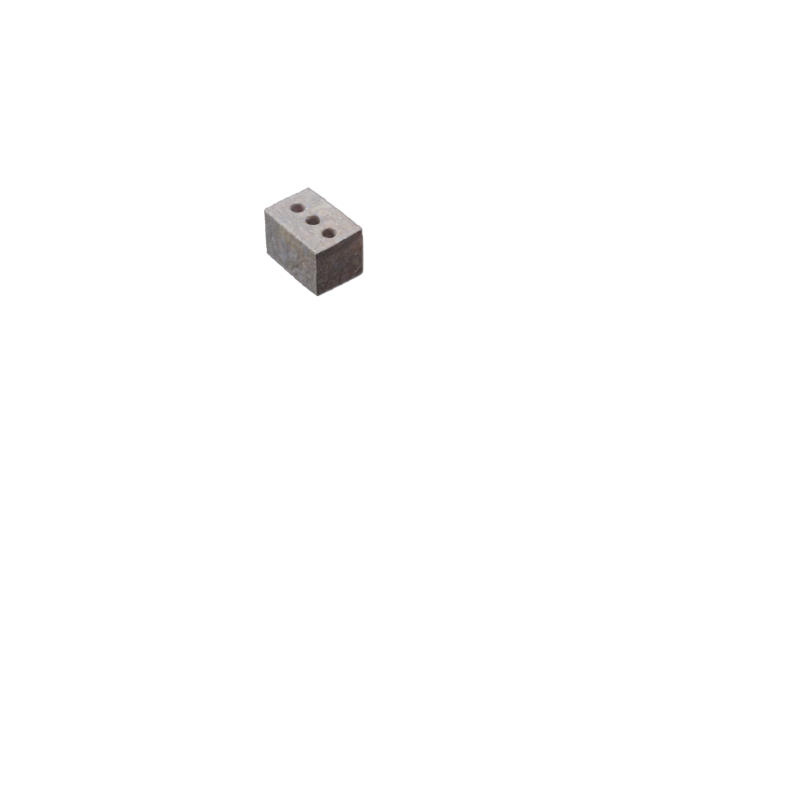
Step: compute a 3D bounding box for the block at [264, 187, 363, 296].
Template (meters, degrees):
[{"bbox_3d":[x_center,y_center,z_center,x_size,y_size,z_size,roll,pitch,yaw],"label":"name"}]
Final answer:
[{"bbox_3d":[-0.076,-0.139,0.970,0.053,0.048,0.084,-29,52,-28],"label":"block"}]
